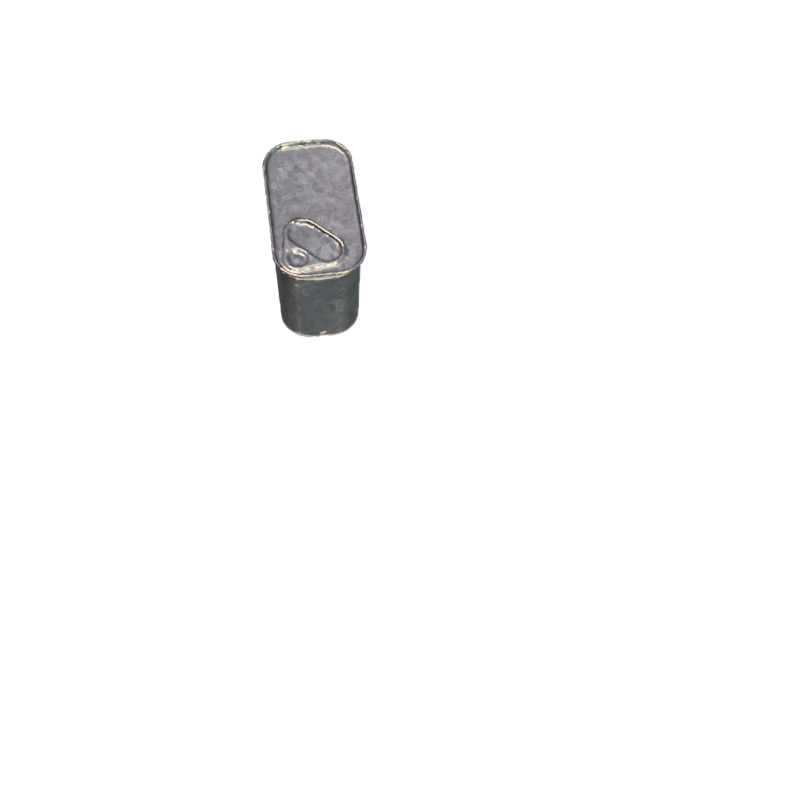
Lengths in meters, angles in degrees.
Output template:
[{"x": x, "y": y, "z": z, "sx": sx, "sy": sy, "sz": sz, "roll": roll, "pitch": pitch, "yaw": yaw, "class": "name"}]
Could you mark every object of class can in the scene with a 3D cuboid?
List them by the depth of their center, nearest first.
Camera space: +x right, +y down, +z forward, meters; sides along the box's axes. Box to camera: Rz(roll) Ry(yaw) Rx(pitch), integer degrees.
[{"x": -0.056, "y": -0.102, "z": 0.715, "sx": 0.057, "sy": 0.109, "sz": 0.079, "roll": -6, "pitch": -29, "yaw": -6, "class": "can"}]
